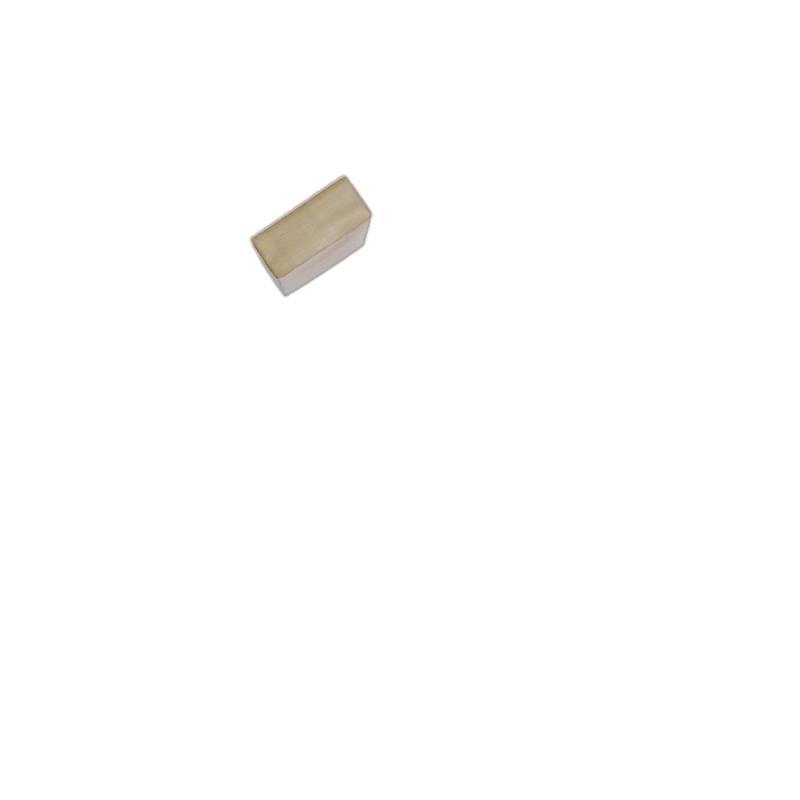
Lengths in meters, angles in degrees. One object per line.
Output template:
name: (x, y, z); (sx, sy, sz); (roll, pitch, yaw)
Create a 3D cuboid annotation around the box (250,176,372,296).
box: (-0.074, -0.135, 0.948); (0.093, 0.048, 0.176); (-34, 5, -2)
